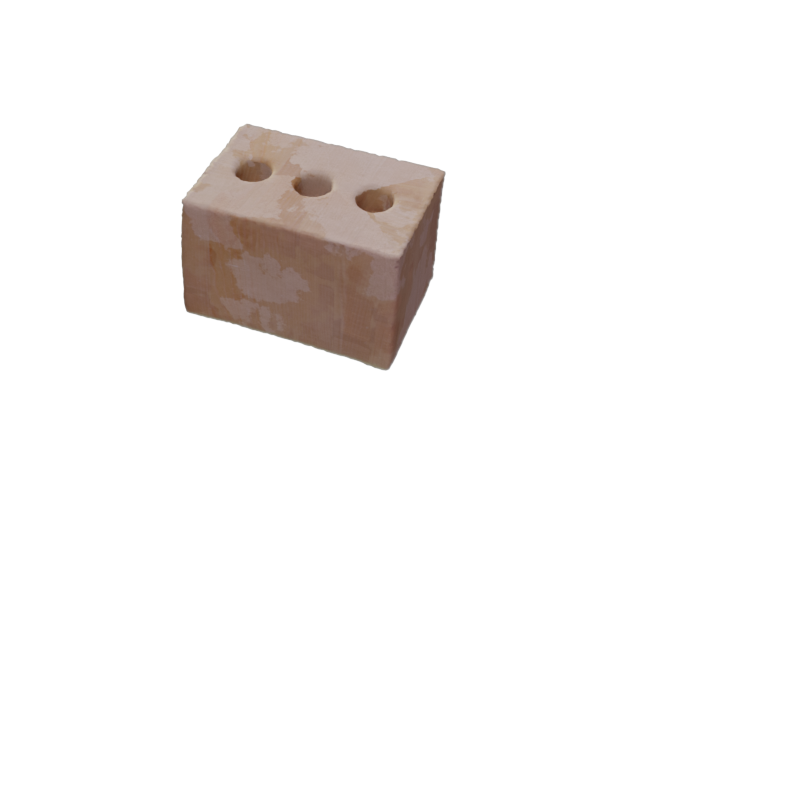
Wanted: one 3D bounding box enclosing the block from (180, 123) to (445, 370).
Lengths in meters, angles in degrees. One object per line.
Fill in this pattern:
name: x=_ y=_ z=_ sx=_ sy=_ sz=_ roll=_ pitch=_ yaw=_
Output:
block: x=-0.030 y=-0.055 z=0.383 sx=0.080 sy=0.048 sz=0.055 roll=15 pitch=45 yaw=14
